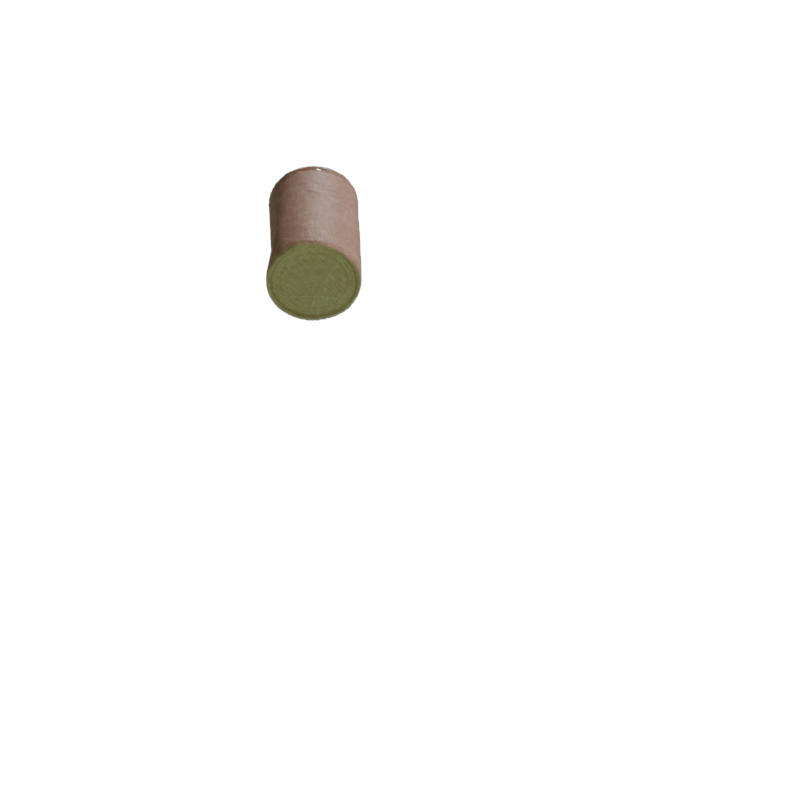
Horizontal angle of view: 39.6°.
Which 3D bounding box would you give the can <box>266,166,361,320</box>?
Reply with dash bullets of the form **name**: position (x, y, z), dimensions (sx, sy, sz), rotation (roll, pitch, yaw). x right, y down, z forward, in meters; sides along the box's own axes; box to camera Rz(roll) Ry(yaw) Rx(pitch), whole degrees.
- **can**: position (-0.063, -0.114, 0.799), dimensions (0.068, 0.064, 0.109), rotation (-1, 39, -3)
